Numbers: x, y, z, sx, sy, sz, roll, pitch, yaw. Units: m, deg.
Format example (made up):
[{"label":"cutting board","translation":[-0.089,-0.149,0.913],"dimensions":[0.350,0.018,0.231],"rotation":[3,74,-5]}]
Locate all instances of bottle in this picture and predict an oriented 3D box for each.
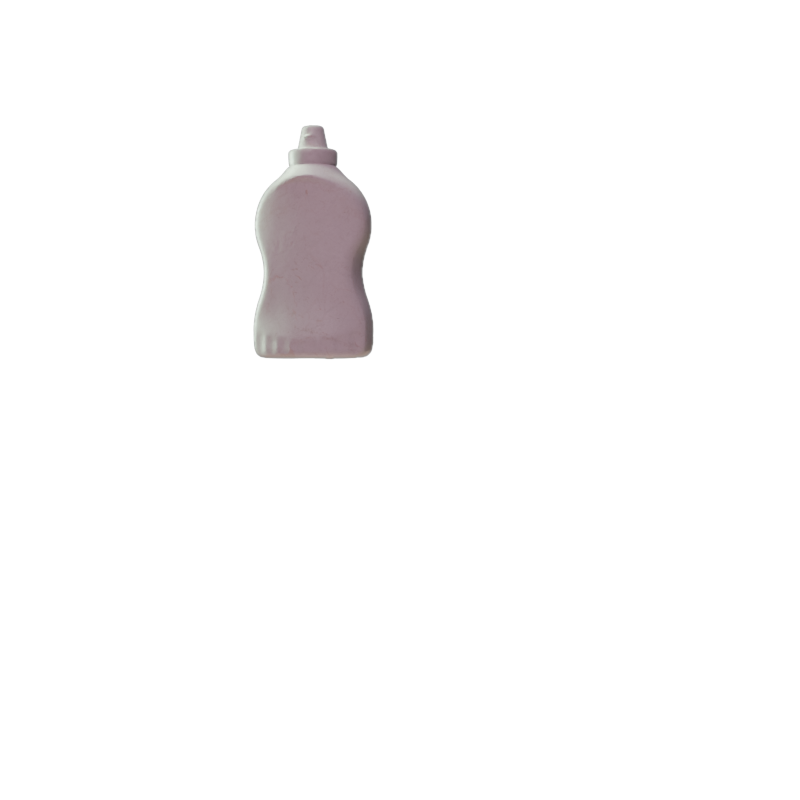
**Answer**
[{"label":"bottle","translation":[-0.072,-0.131,0.915],"dimensions":[0.098,0.194,0.056],"rotation":[-1,-5,16]}]
